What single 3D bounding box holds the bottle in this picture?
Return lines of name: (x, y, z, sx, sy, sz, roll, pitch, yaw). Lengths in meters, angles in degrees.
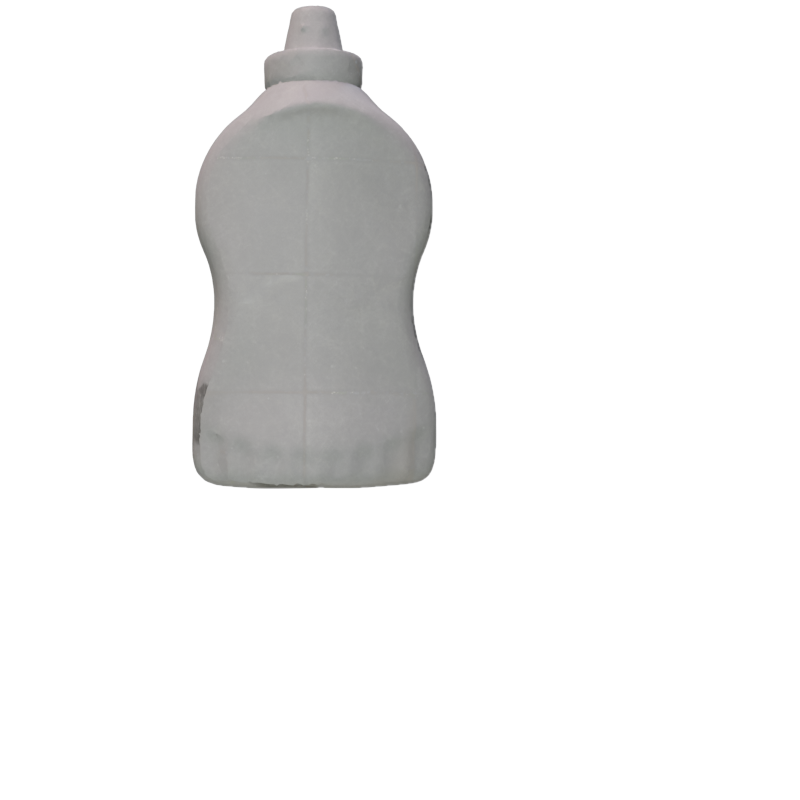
bottle: (-0.035, -0.064, 0.450, 0.095, 0.194, 0.058, 0, -4, -4)
